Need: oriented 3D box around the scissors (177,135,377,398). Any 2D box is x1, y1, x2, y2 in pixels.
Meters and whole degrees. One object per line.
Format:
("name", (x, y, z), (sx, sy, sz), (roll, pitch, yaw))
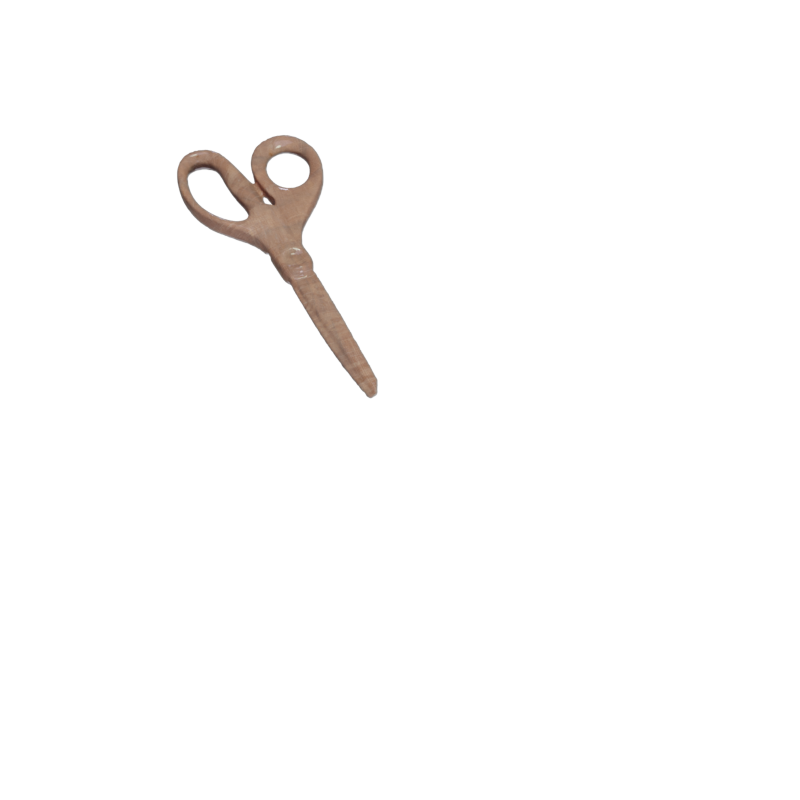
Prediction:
("scissors", (-0.050, -0.091, 0.638), (0.097, 0.015, 0.215), (-34, 59, -24))
